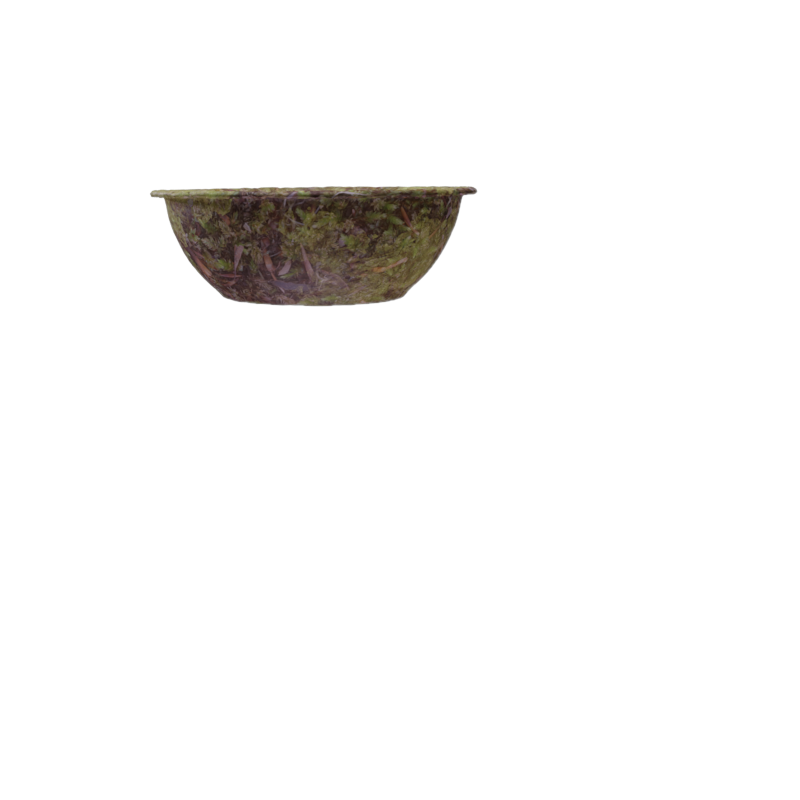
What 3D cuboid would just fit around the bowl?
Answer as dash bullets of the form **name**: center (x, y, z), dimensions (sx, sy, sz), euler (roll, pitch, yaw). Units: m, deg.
- **bowl**: center (-0.043, -0.079, 0.554), dimensions (0.162, 0.054, 0.165), euler (0, 11, -2)
